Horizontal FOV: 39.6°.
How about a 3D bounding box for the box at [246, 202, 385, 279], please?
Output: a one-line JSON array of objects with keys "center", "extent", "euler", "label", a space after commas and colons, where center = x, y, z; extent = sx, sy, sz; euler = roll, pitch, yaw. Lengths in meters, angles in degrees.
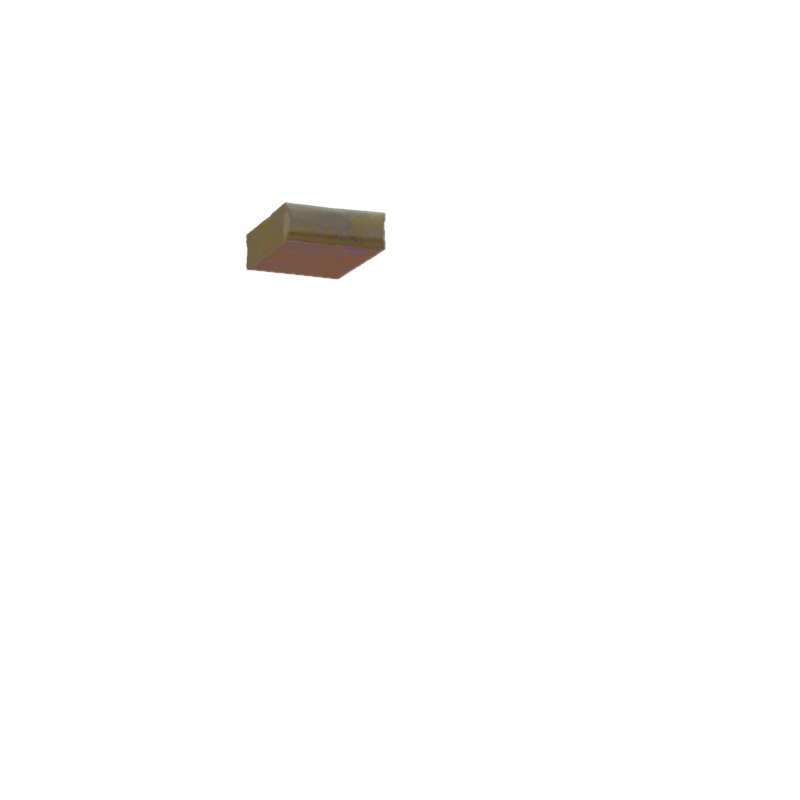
[{"center": [-0.061, -0.110, 0.772], "extent": [0.071, 0.031, 0.089], "euler": [3, -9, -23], "label": "box"}]
